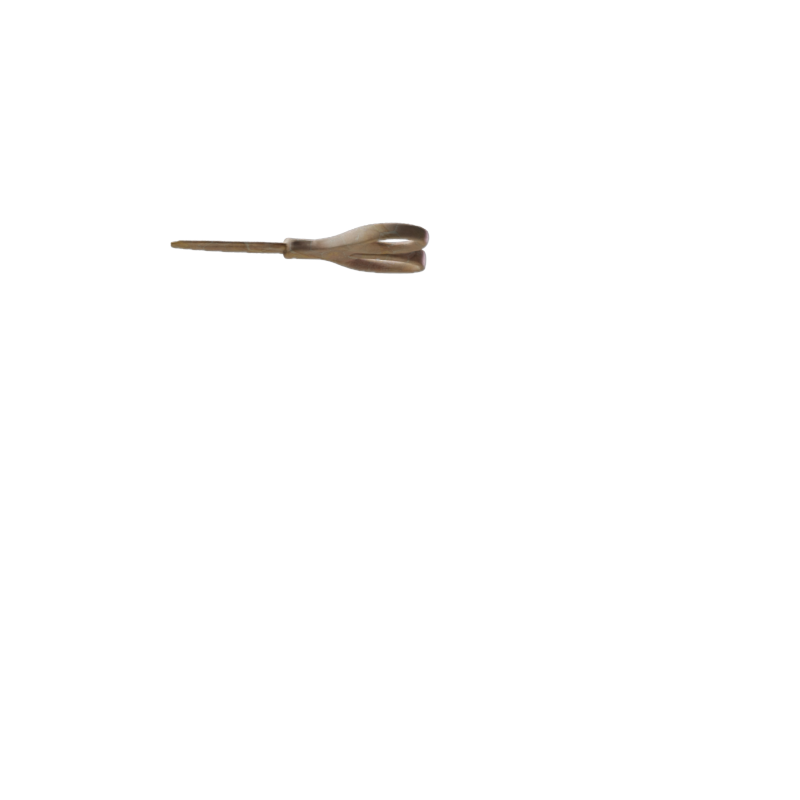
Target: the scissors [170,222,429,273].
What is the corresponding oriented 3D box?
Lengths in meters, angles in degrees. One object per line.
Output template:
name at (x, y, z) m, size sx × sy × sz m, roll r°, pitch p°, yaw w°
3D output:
scissors at (-0.066, -0.121, 0.848) m, size 0.196 × 0.016 × 0.095 m, roll 5°, pitch -14°, yaw -20°
